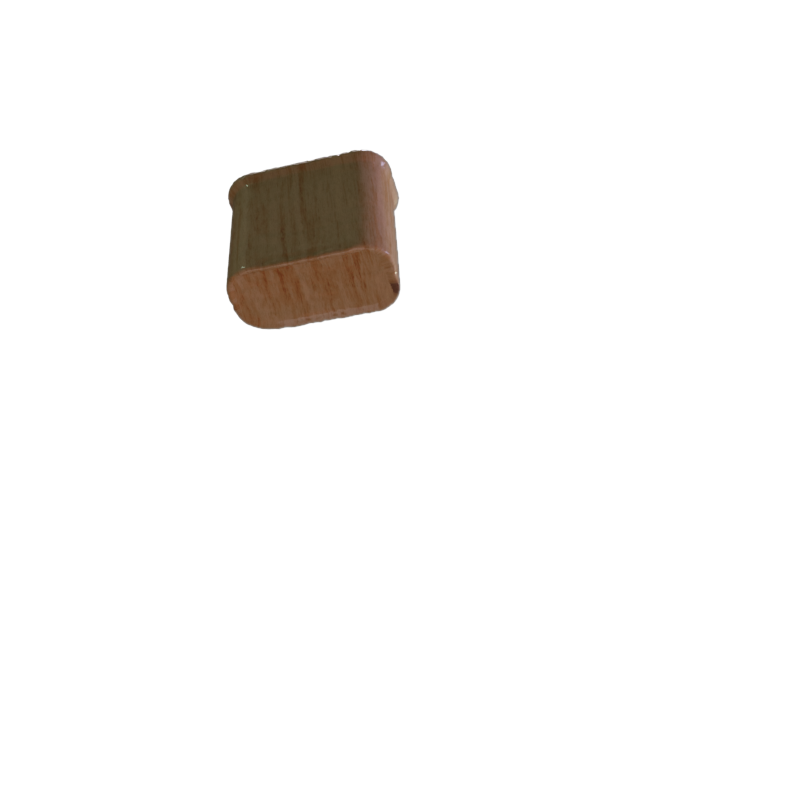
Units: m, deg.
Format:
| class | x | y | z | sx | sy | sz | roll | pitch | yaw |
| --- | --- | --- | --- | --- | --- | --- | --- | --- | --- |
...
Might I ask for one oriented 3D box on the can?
| class | x | y | z | sx | sy | sz | roll | pitch | yaw |
| --- | --- | --- | --- | --- | --- | --- | --- | --- | --- |
| can | -0.051 | -0.093 | 0.649 | 0.103 | 0.090 | 0.053 | -11 | -45 | 9 |
